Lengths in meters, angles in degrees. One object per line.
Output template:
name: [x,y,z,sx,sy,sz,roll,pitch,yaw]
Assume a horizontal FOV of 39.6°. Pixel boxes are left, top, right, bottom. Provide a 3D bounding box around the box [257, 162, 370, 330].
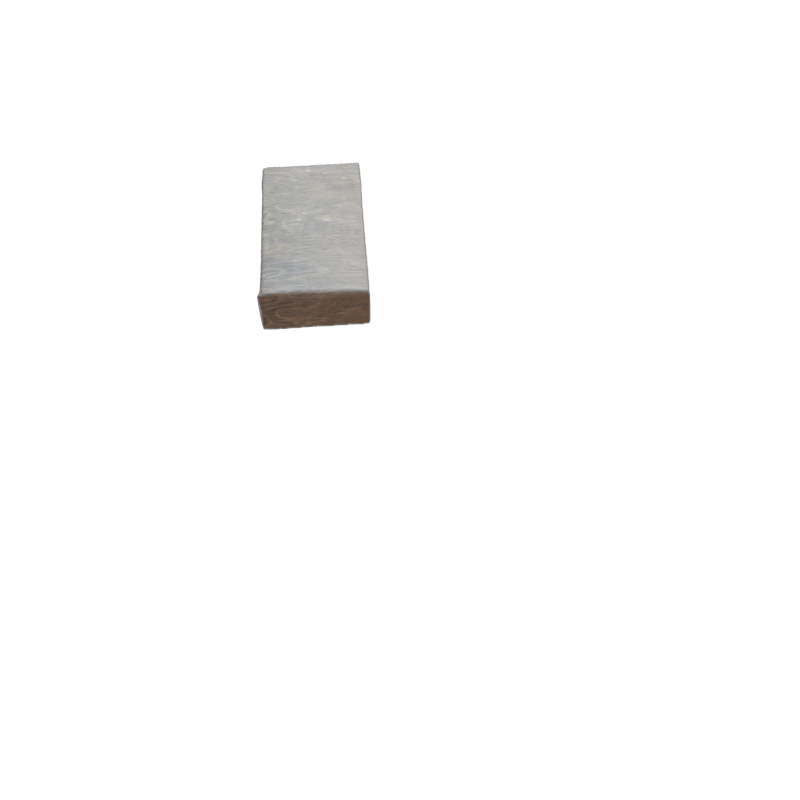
box: [-0.076,-0.139,0.977,0.093,0.045,0.189,-4,43,0]
